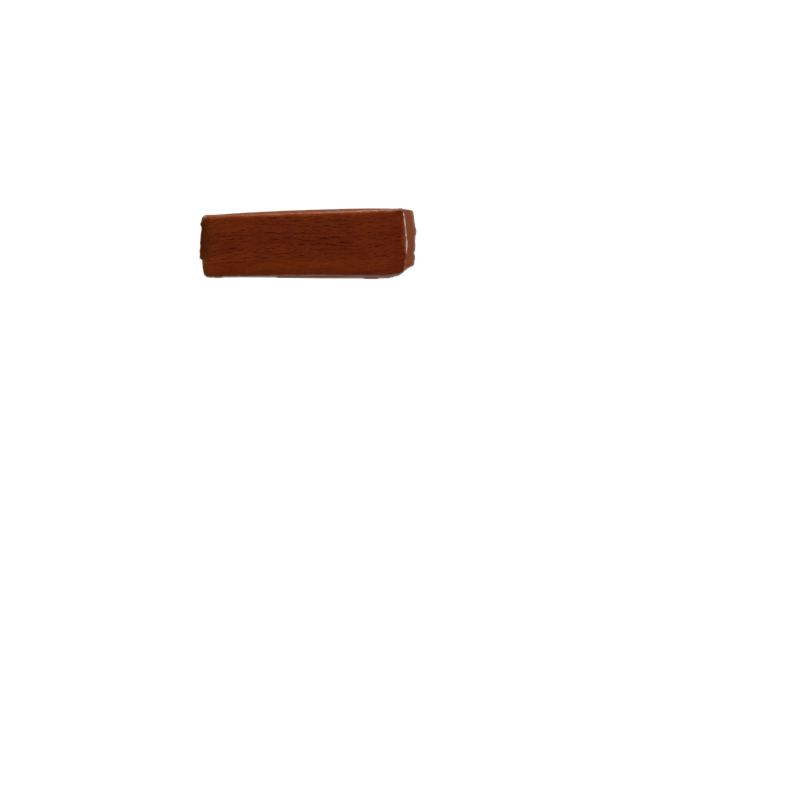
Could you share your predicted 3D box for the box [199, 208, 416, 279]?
[{"bbox_3d":[-0.050,-0.091,0.634,0.115,0.038,0.090,1,9,7],"label":"box"}]
